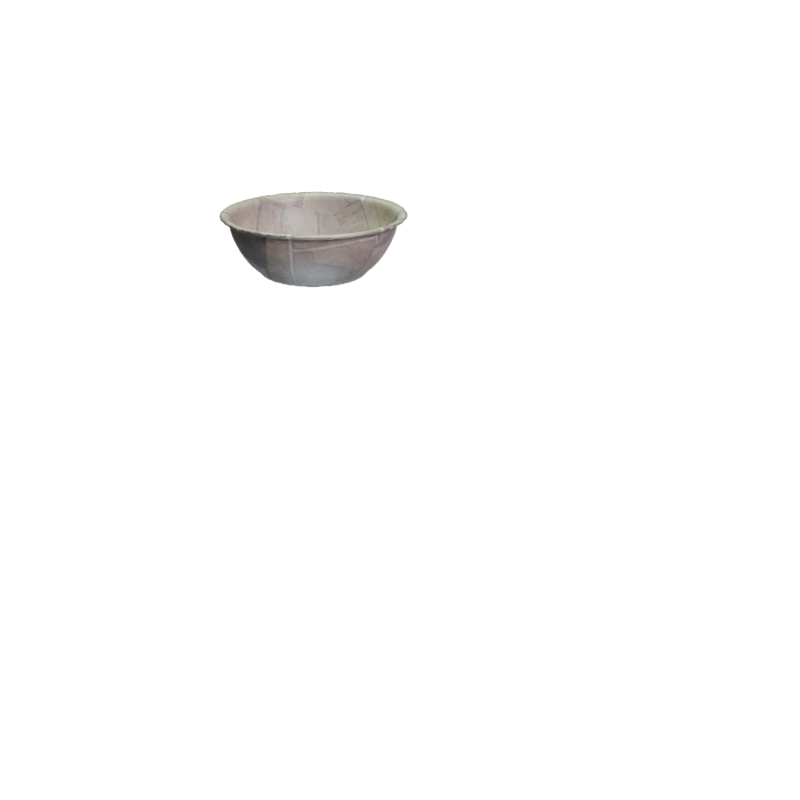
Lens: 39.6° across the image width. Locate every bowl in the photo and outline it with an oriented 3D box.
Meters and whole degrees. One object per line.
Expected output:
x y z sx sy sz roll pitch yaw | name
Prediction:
-0.075 -0.137 0.962 0.162 0.053 0.169 -1 22 -2 | bowl
